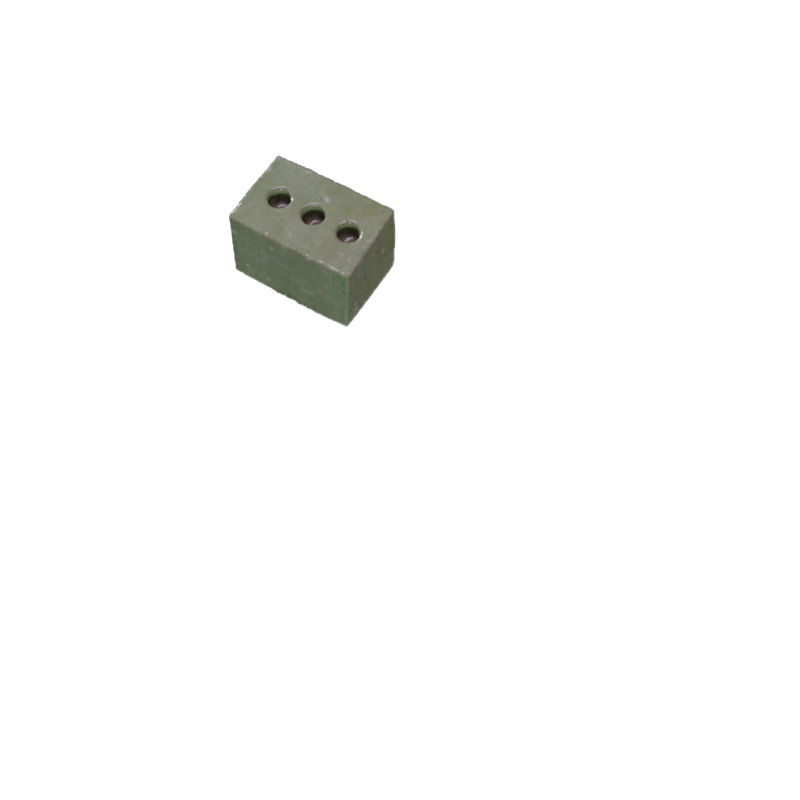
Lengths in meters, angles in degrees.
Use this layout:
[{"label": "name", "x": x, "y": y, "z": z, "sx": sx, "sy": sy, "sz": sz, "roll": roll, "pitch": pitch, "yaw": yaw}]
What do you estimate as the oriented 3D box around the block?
[{"label": "block", "x": -0.048, "y": -0.088, "z": 0.615, "sx": 0.081, "sy": 0.054, "sz": 0.048, "roll": 27, "pitch": -29, "yaw": 15}]
